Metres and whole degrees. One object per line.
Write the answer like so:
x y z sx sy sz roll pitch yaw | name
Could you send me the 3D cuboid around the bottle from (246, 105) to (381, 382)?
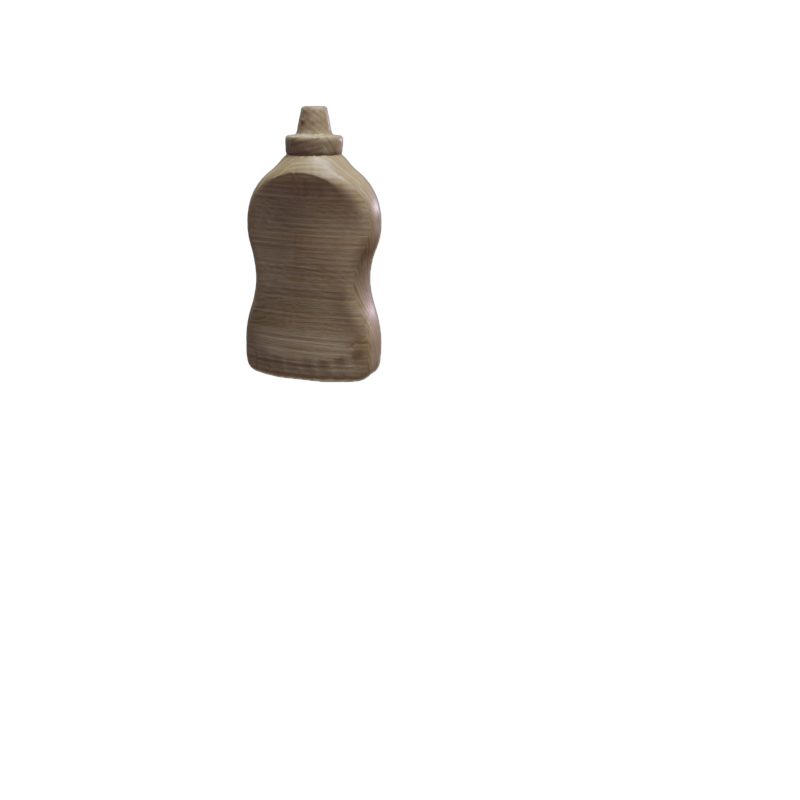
-0.062 -0.113 0.790 0.099 0.188 0.058 5 10 22 | bottle
